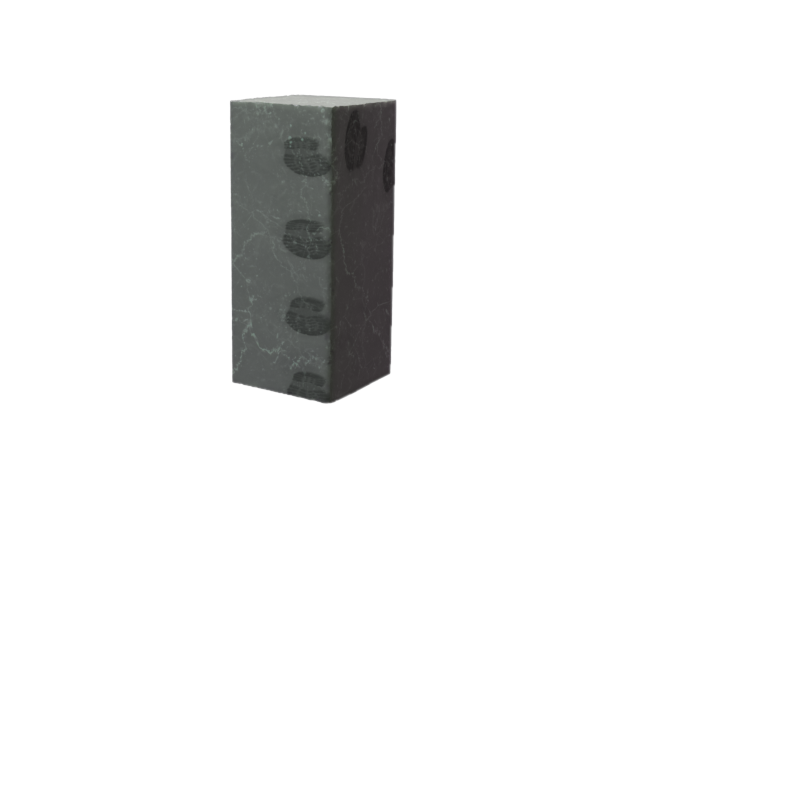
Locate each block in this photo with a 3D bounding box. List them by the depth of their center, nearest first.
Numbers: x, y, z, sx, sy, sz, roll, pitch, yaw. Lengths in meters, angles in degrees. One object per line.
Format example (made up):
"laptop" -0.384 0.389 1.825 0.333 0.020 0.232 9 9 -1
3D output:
"block" -0.063 -0.115 0.806 0.095 0.201 0.089 8 14 31
